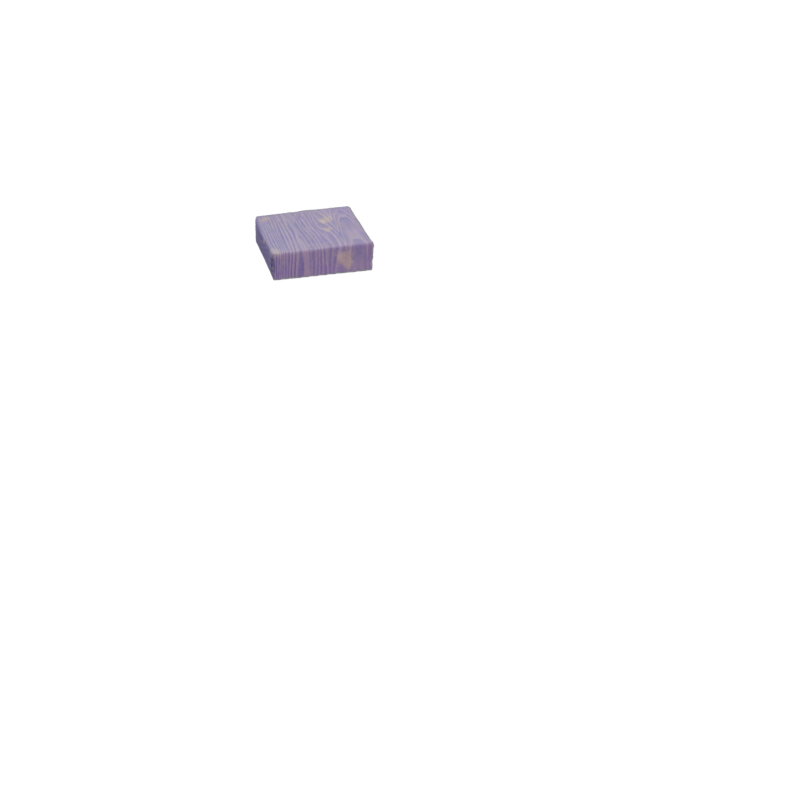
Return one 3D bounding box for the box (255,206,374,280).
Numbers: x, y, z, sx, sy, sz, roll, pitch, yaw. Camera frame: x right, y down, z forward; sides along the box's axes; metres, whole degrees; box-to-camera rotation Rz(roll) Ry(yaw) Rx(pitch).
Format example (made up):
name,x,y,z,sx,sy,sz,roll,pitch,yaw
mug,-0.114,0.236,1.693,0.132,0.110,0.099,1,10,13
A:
name,x,y,z,sx,sy,sz,roll,pitch,yaw
box,-0.075,-0.136,0.955,0.088,0.028,0.079,-9,34,-13
